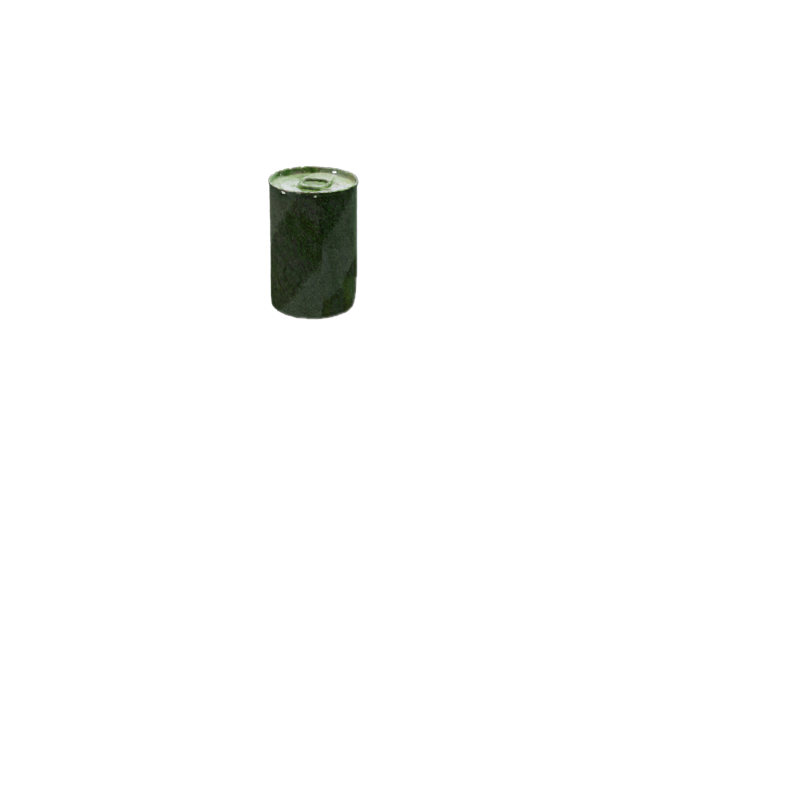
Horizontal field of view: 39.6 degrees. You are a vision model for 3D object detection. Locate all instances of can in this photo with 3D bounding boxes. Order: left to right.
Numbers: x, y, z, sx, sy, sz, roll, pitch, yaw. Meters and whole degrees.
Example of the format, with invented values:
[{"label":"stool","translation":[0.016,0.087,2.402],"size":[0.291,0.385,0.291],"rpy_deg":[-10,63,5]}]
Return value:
[{"label":"can","translation":[-0.067,-0.121,0.851],"size":[0.068,0.097,0.072],"rpy_deg":[0,24,-2]}]
